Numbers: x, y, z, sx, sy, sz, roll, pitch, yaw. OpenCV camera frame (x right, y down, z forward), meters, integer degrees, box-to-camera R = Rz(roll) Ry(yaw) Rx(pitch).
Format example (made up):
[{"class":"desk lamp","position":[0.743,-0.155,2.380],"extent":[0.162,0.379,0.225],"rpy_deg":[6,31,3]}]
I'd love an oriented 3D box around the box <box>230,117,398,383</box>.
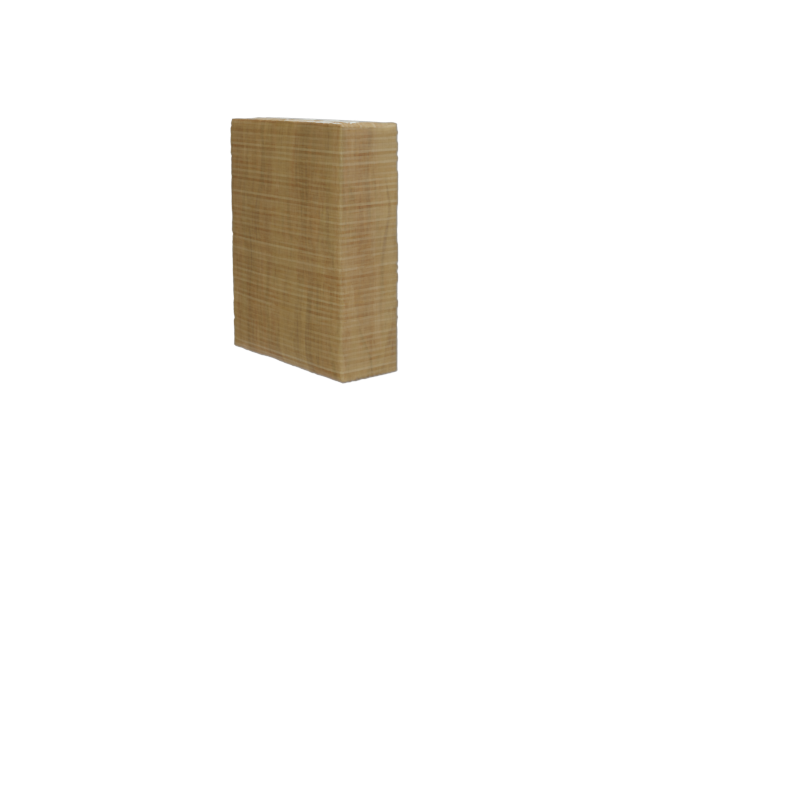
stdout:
[{"class":"box","position":[-0.076,-0.139,0.971],"extent":[0.070,0.209,0.173],"rpy_deg":[-7,14,-39]}]
